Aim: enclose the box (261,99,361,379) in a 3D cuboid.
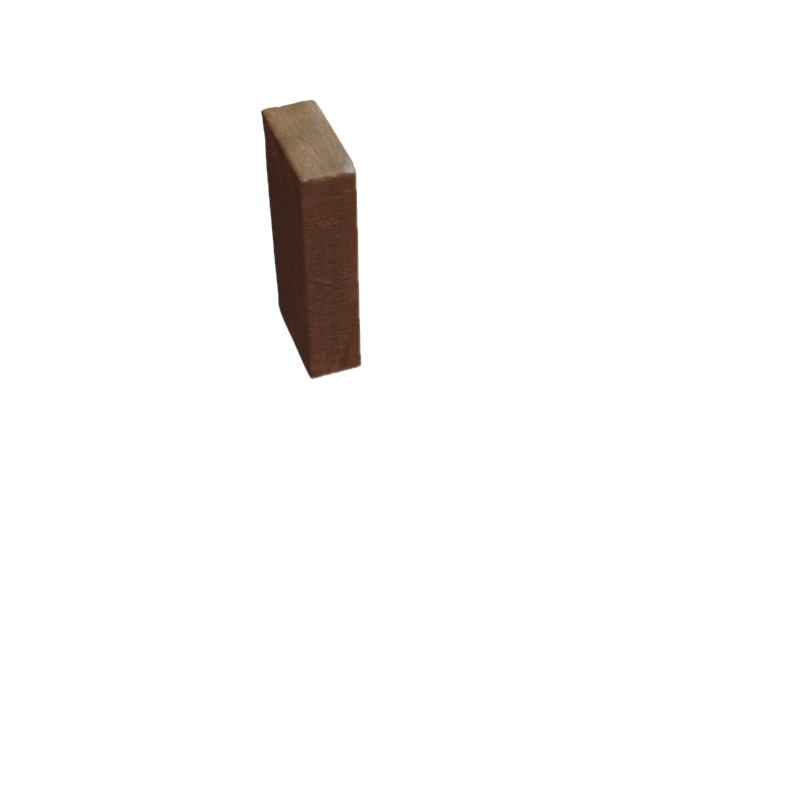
[{"bbox_3d":[-0.060,-0.111,0.777,0.047,0.164,0.101,-11,45,-16],"label":"box"}]
